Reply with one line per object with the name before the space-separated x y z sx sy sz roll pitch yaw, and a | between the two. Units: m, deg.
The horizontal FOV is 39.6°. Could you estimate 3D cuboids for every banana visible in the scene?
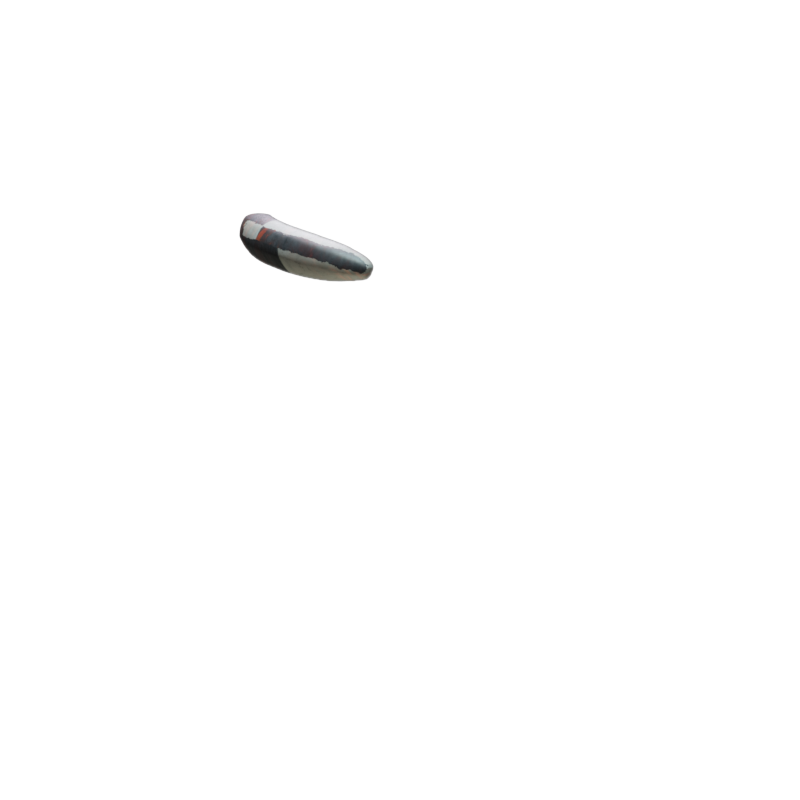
banana | -0.092 -0.133 0.937 0.068 0.035 0.210 -8 21 -23
